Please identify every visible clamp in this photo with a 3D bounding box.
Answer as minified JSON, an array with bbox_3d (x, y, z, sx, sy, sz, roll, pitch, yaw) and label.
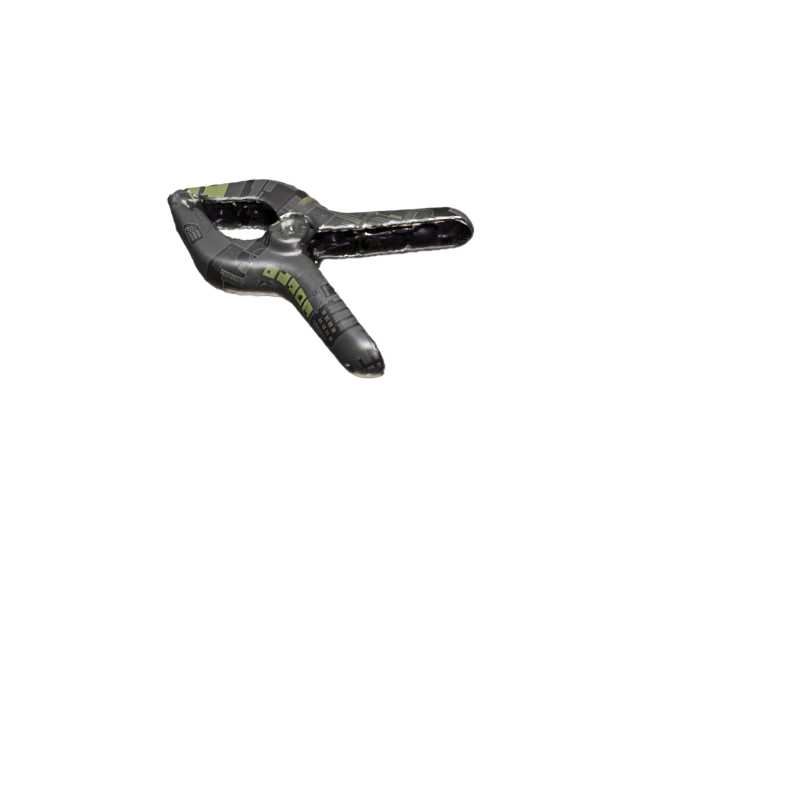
[{"bbox_3d":[-0.048,-0.088,0.616,0.181,0.036,0.122,29,52,25],"label":"clamp"}]
